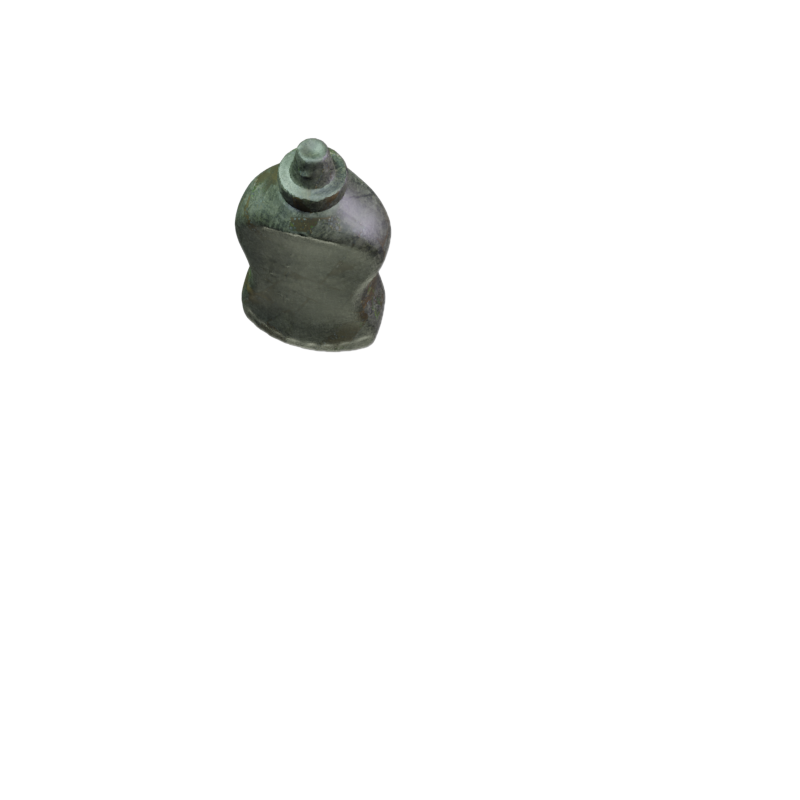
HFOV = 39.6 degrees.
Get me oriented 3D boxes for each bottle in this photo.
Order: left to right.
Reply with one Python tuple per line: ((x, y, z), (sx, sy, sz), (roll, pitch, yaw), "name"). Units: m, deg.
((-0.055, -0.099, 0.697), (0.097, 0.061, 0.180), (17, -27, 5), "bottle")
